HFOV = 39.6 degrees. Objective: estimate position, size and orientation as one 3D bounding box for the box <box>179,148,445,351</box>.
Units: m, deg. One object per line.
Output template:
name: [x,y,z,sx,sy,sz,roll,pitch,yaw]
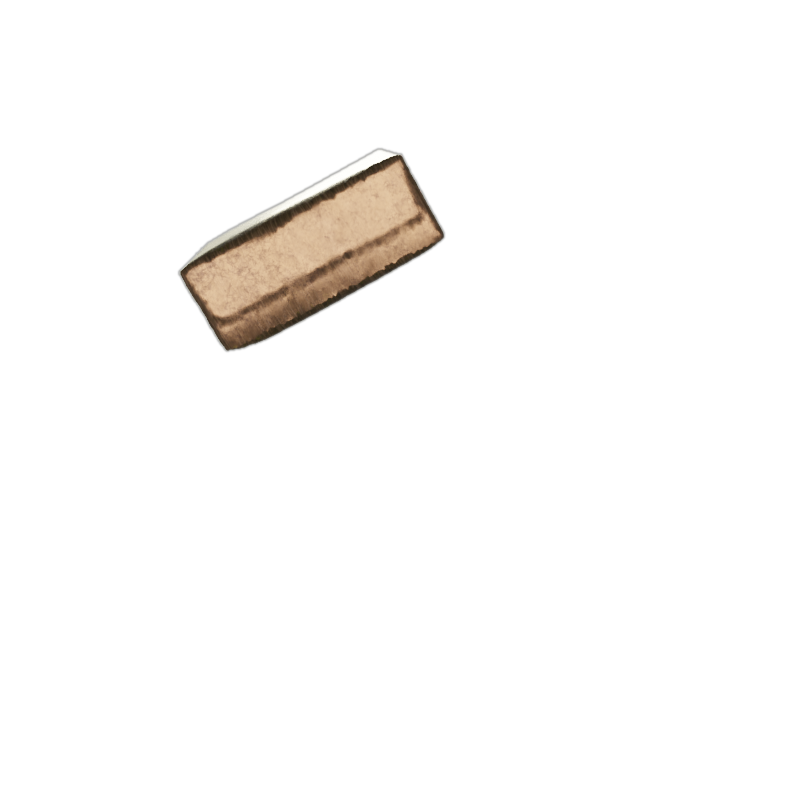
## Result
box: [-0.064,-0.116,0.812,0.164,0.070,0.219,-28,12,2]
